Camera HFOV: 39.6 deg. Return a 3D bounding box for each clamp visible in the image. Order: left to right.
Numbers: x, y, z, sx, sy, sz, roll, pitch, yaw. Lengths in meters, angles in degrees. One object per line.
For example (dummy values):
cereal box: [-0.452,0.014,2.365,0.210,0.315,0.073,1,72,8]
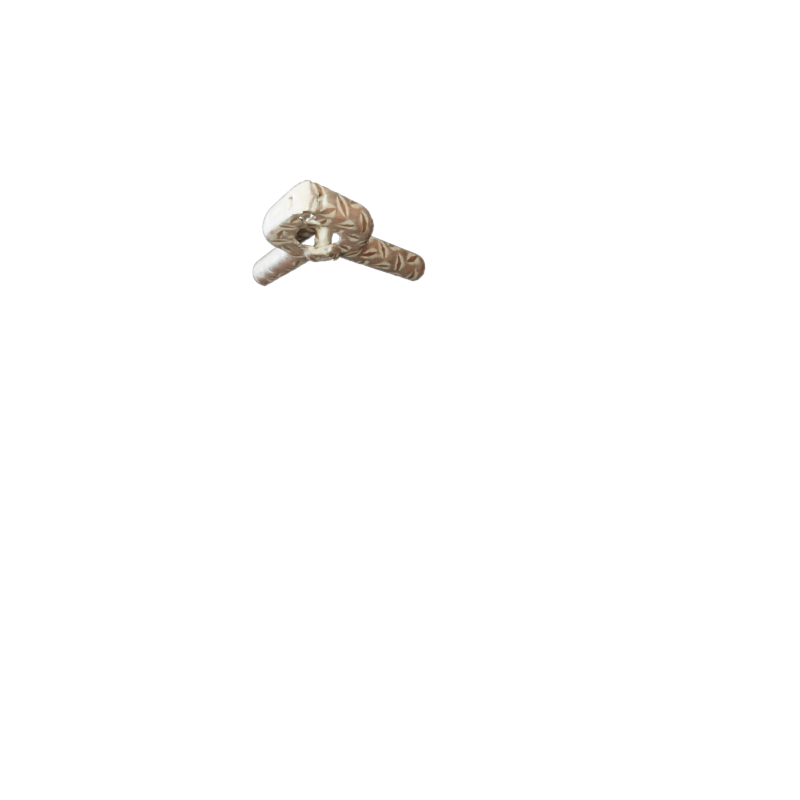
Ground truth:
clamp: [-0.077,-0.140,0.980,0.167,0.038,0.199,-3,-13,14]
